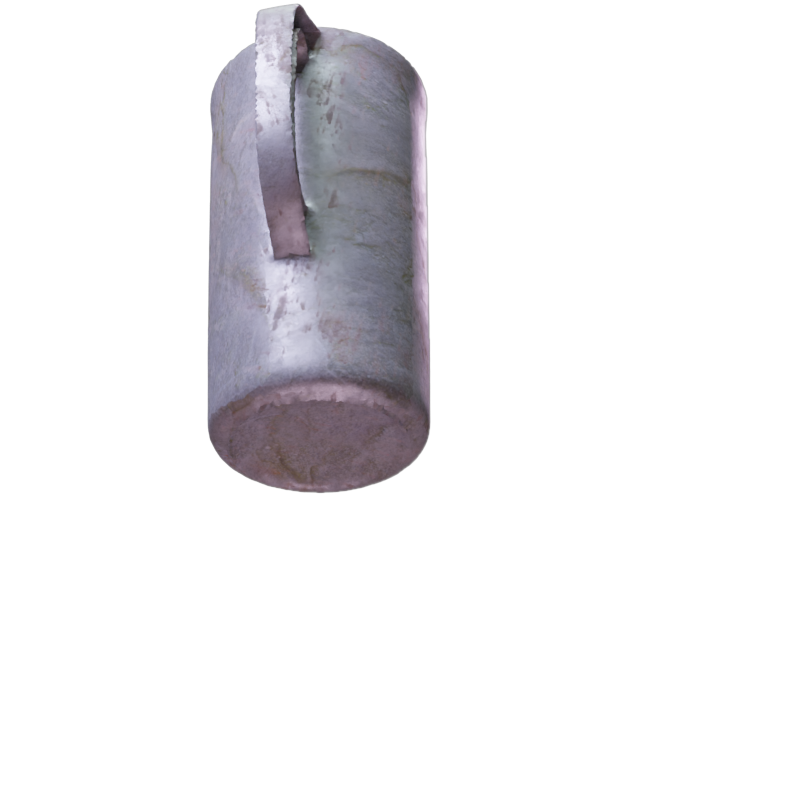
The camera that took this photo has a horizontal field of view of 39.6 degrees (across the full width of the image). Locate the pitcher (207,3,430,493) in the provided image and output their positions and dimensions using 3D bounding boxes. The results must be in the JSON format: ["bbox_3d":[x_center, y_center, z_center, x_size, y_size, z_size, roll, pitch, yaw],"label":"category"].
[{"bbox_3d":[-0.047,-0.086,0.600,0.142,0.261,0.142,22,-43,-29],"label":"pitcher"}]
